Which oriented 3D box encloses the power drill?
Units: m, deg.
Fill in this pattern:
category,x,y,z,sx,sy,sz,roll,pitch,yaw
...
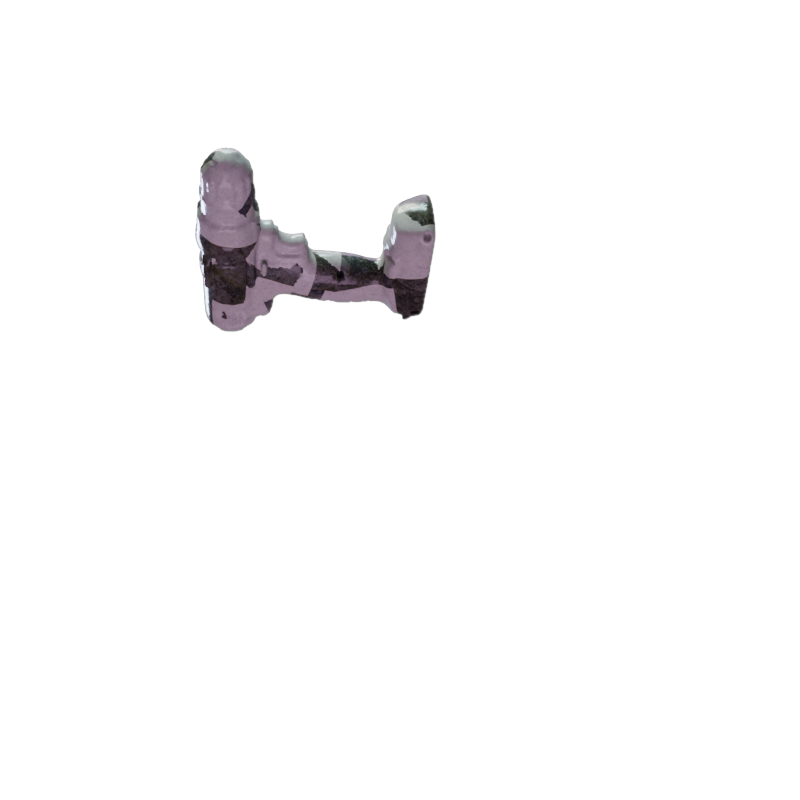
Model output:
category,x,y,z,sx,sy,sz,roll,pitch,yaw
power drill,-0.069,-0.127,0.888,0.187,0.062,0.172,2,-39,-3
